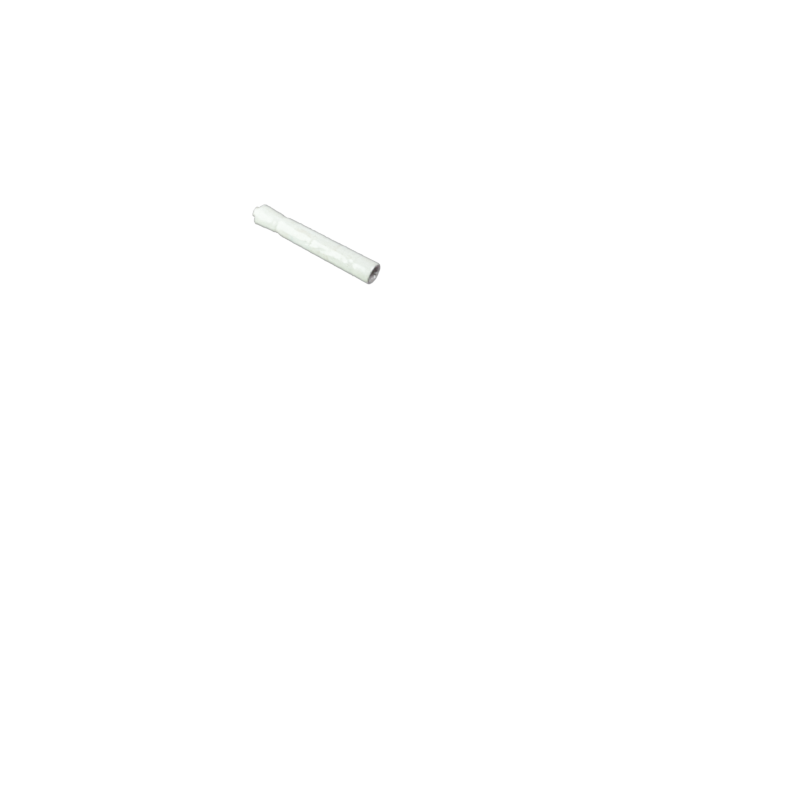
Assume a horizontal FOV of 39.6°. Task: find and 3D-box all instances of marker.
[{"bbox_3d":[-0.071,-0.130,0.907,0.127,0.019,0.019,30,16,23],"label":"marker"}]
